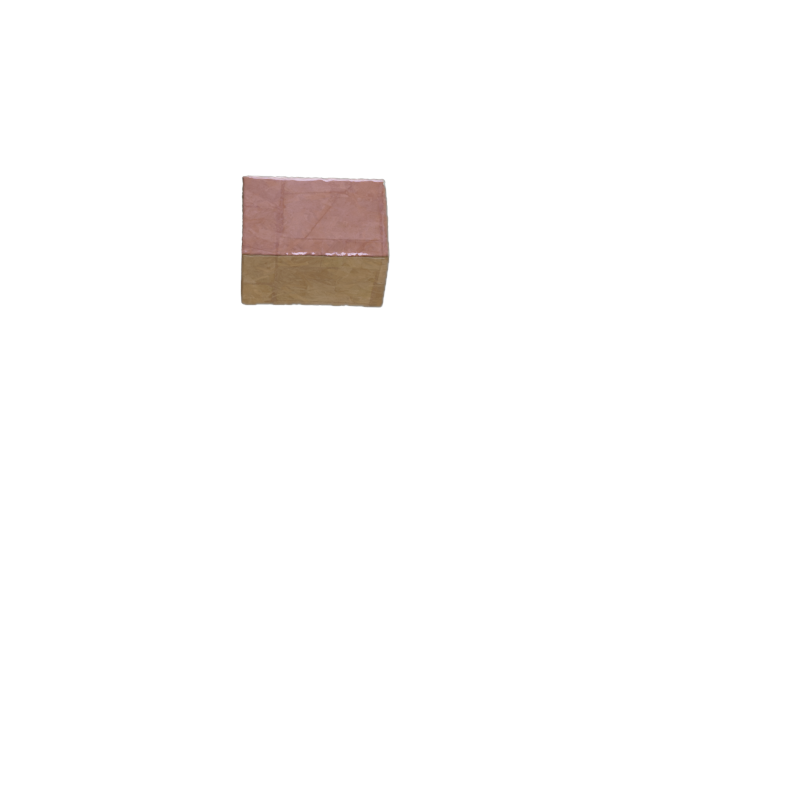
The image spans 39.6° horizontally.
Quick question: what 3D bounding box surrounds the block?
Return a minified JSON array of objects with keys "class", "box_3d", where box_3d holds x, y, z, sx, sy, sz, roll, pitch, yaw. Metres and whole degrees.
[{"class":"block","box_3d":[-0.046,-0.084,0.591,0.077,0.055,0.050,2,-29,-4]}]
